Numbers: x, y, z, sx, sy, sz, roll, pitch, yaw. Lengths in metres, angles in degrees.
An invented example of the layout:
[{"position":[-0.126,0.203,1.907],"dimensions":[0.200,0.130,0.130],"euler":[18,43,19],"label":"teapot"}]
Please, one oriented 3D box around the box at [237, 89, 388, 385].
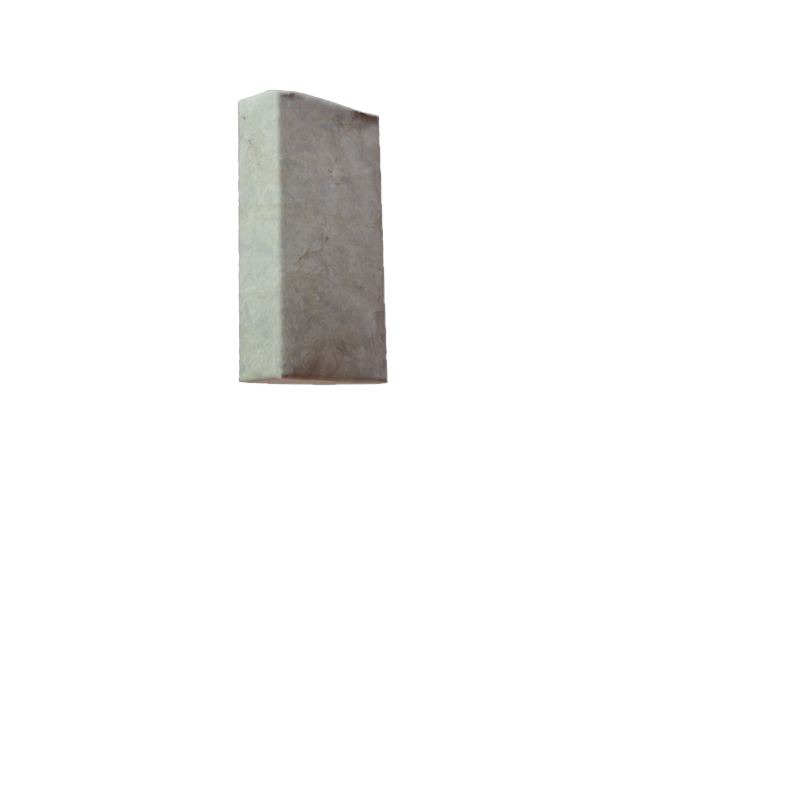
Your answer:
[{"position":[-0.054,-0.099,0.690],"dimensions":[0.049,0.180,0.089],"euler":[-9,-11,44],"label":"box"}]
